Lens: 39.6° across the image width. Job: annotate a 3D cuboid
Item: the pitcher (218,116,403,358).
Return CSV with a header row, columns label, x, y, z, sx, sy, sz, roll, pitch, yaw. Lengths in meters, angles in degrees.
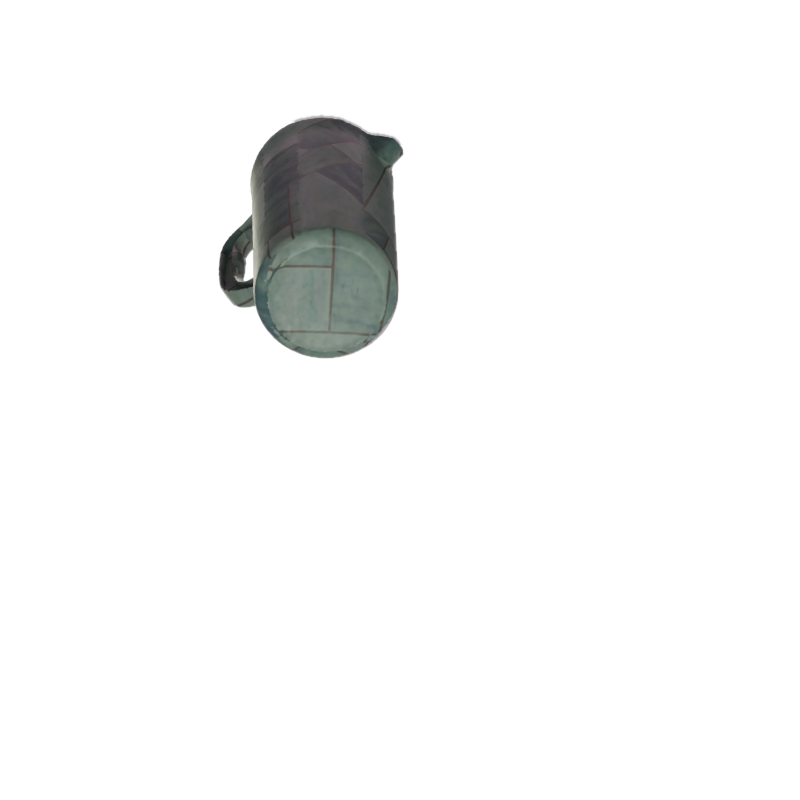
label,x,y,z,sx,sy,sz,roll,pitch,yaw
pitcher,-0.072,-0.132,0.924,0.143,0.143,0.258,11,28,-9
